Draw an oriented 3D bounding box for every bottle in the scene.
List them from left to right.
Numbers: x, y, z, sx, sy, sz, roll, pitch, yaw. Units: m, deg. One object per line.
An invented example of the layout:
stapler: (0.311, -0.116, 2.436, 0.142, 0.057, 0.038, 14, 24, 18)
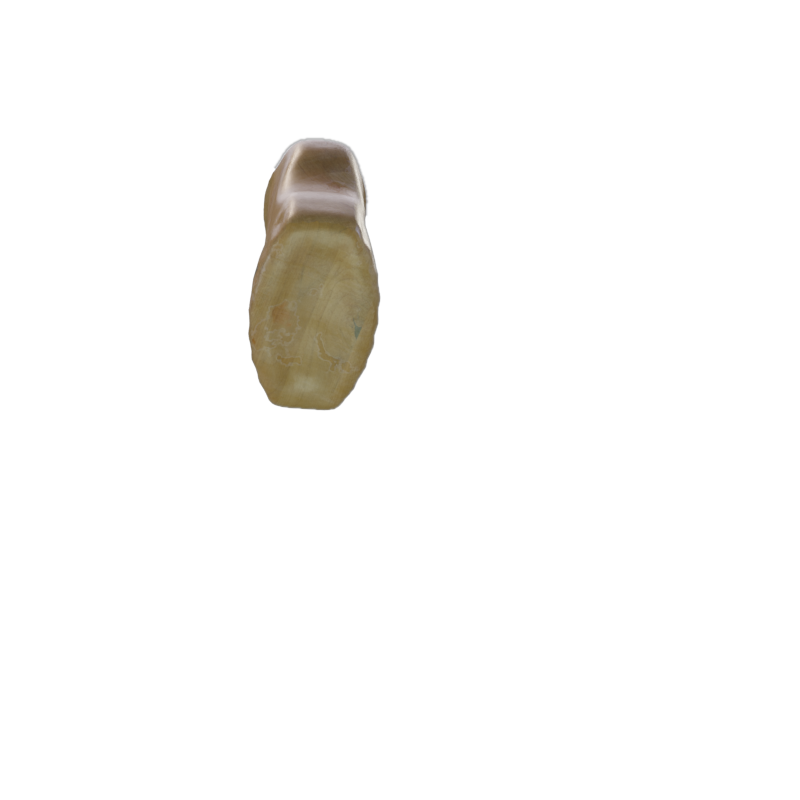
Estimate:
bottle: (-0.044, -0.082, 0.572, 0.058, 0.091, 0.203, 3, 27, -6)
